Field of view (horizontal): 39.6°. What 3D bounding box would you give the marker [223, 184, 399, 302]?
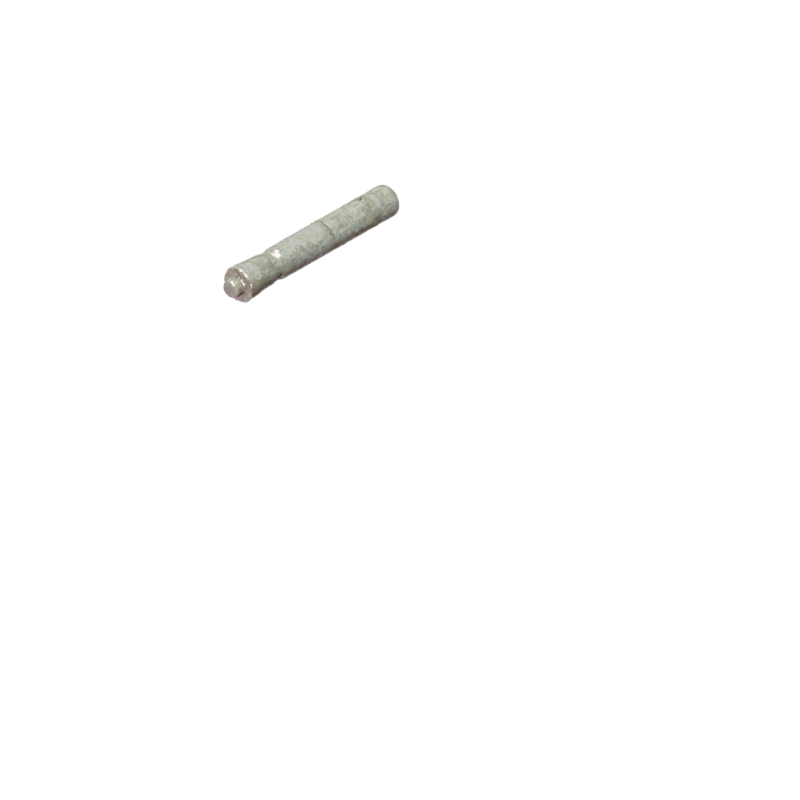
[{"bbox_3d":[-0.044,-0.081,0.566,0.021,0.019,0.122,3,30,42],"label":"marker"}]
